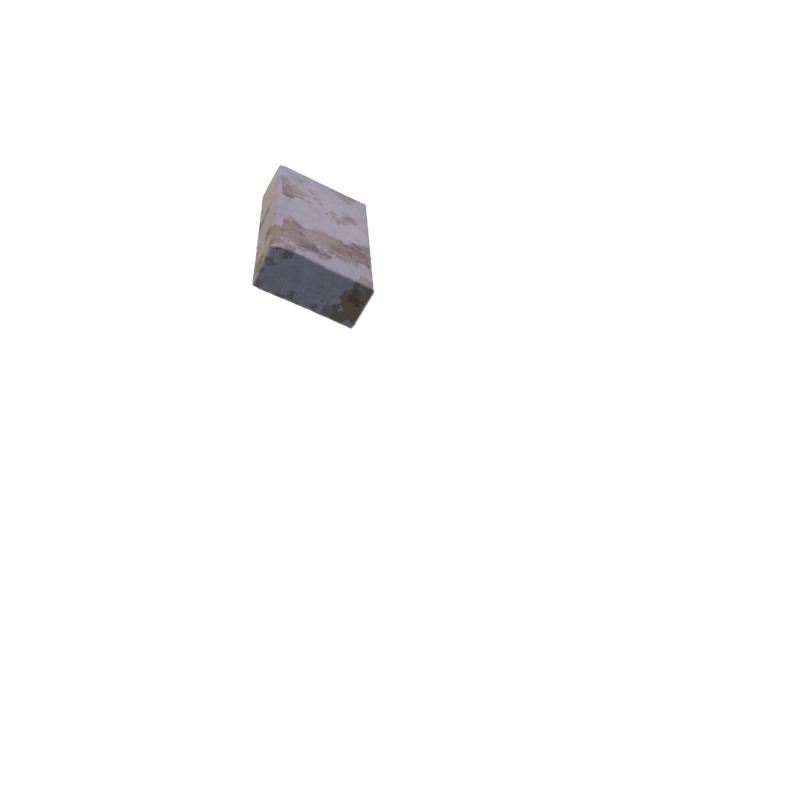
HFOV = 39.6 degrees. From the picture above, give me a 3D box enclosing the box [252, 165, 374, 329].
[{"bbox_3d":[-0.075,-0.136,0.954,0.091,0.047,0.187,23,25,-15],"label":"box"}]
